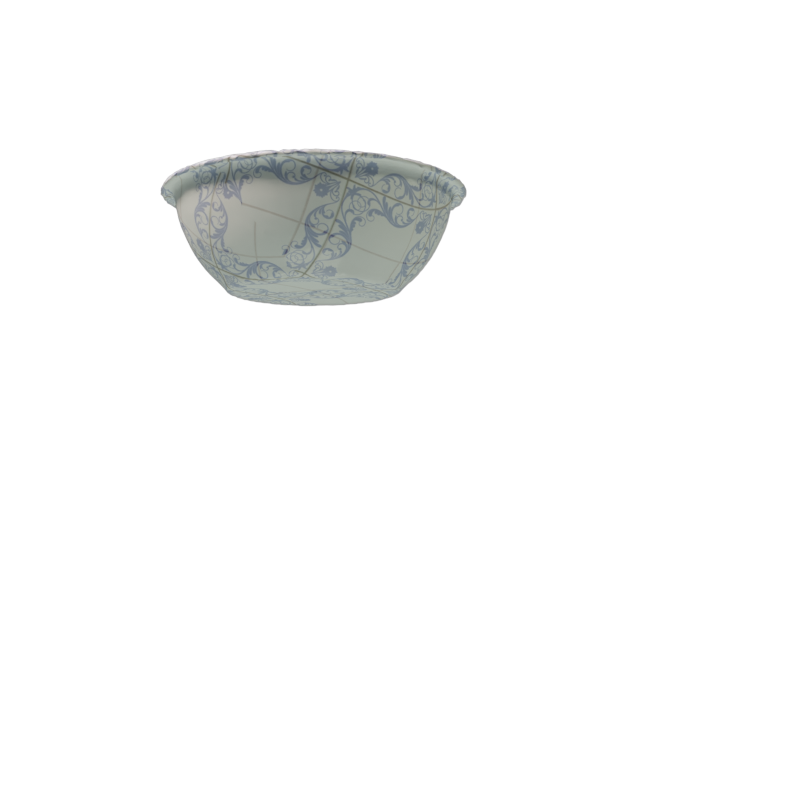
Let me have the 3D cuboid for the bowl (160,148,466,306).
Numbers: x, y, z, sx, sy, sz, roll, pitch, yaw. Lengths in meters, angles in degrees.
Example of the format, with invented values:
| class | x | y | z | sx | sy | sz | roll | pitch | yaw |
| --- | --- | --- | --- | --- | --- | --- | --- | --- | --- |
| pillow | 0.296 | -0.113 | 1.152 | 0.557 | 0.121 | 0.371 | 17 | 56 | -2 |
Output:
| class | x | y | z | sx | sy | sz | roll | pitch | yaw |
| --- | --- | --- | --- | --- | --- | --- | --- | --- | --- |
| bowl | -0.046 | -0.084 | 0.585 | 0.162 | 0.056 | 0.159 | 0 | -5 | -2 |
